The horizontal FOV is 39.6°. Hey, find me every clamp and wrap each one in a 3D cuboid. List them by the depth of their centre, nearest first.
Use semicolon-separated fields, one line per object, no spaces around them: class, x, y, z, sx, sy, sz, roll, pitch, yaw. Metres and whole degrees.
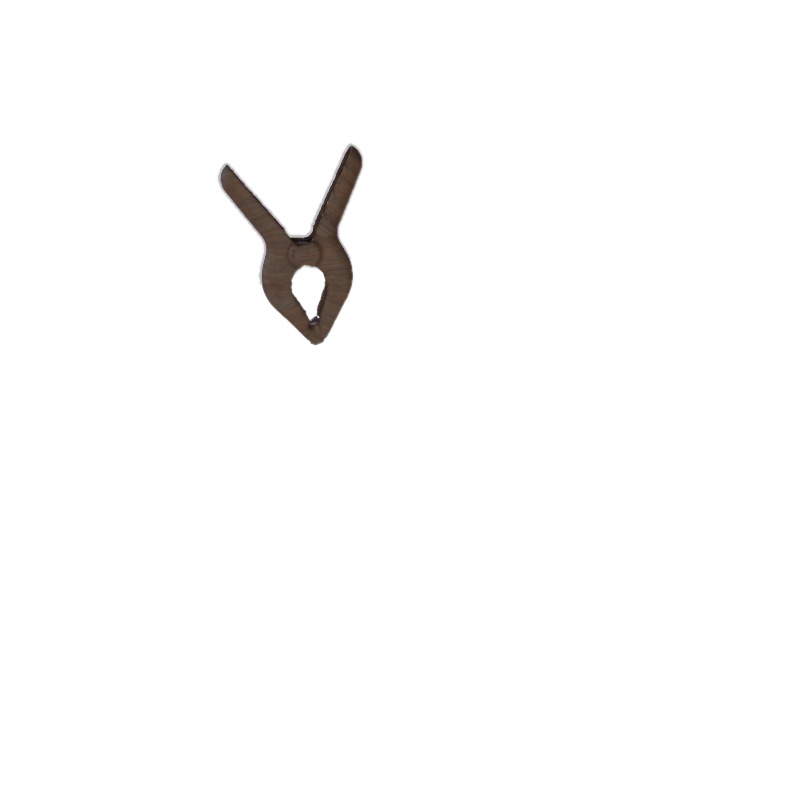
clamp;-0.074;-0.135;0.949;0.120;0.164;0.041;-15;16;4
